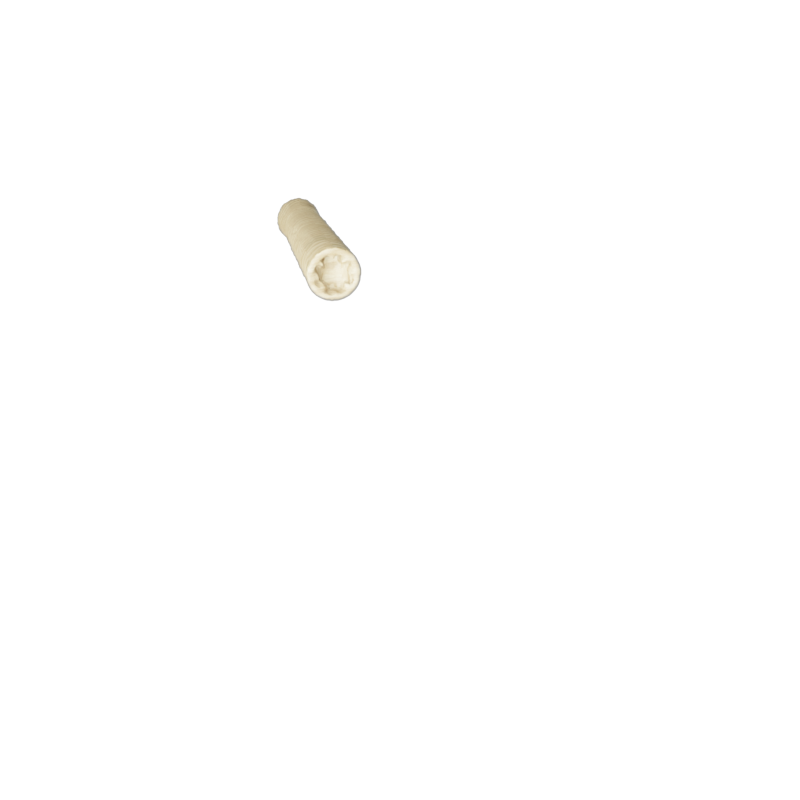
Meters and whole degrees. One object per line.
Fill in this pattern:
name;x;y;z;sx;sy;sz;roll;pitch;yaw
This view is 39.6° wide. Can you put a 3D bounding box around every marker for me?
marker;-0.034;-0.062;0.432;0.019;0.019;0.126;-1;18;-11
